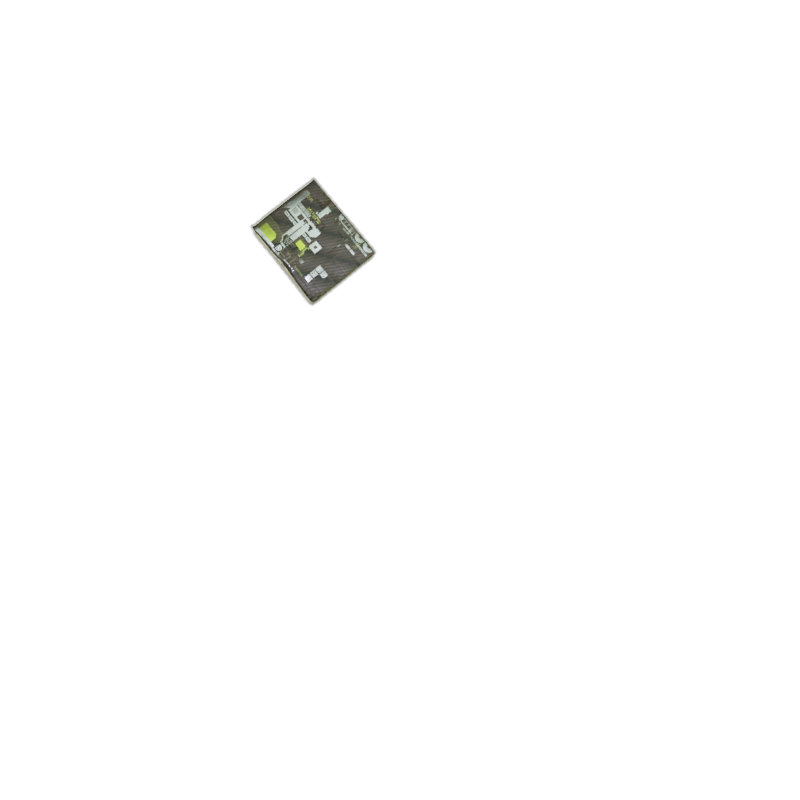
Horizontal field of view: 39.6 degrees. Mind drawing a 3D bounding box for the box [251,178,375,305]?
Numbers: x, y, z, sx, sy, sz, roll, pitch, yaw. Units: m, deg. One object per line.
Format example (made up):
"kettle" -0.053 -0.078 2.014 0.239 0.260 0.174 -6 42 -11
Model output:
"box" -0.078 -0.143 0.998 0.073 0.091 0.030 -38 -6 -5
